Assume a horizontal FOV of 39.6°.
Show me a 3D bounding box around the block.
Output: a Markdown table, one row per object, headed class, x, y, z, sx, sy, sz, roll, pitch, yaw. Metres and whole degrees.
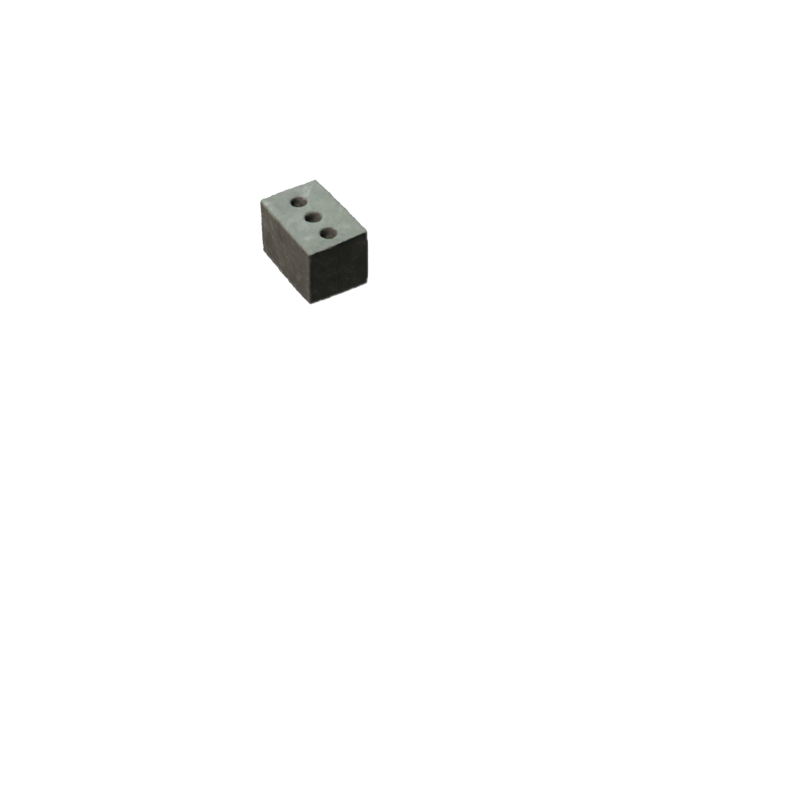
| class | x | y | z | sx | sy | sz | roll | pitch | yaw |
| --- | --- | --- | --- | --- | --- | --- | --- | --- | --- |
| block | -0.067 | -0.121 | 0.850 | 0.052 | 0.048 | 0.084 | -23 | 49 | -24 |
